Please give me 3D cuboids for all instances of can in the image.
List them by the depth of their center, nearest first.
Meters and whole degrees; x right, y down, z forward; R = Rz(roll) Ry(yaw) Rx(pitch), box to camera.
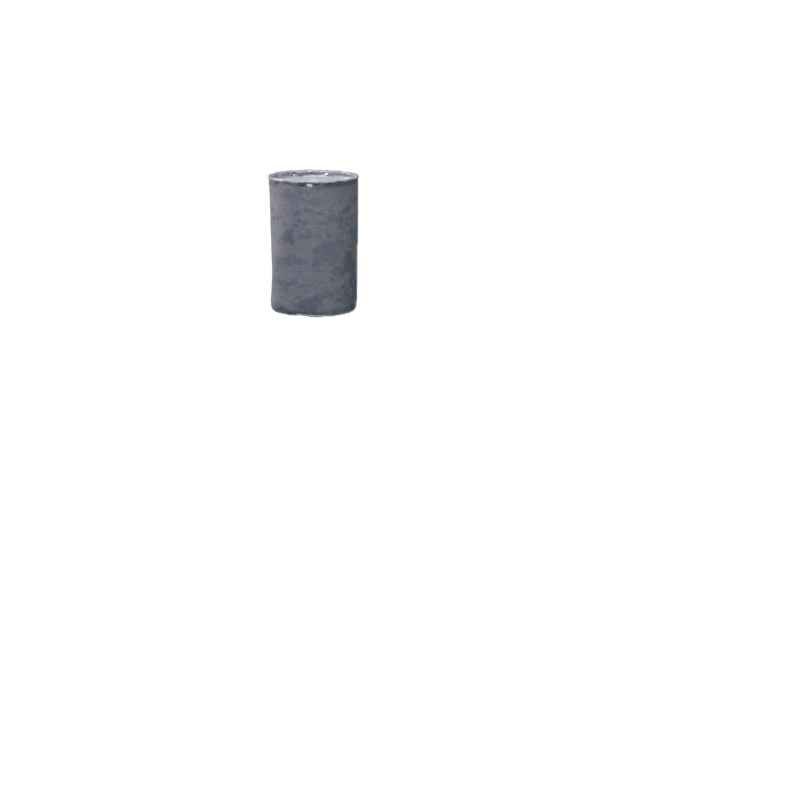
[{"bbox_3d":[-0.065,-0.119,0.836,0.068,0.099,0.071,0,13,-2],"label":"can"}]
